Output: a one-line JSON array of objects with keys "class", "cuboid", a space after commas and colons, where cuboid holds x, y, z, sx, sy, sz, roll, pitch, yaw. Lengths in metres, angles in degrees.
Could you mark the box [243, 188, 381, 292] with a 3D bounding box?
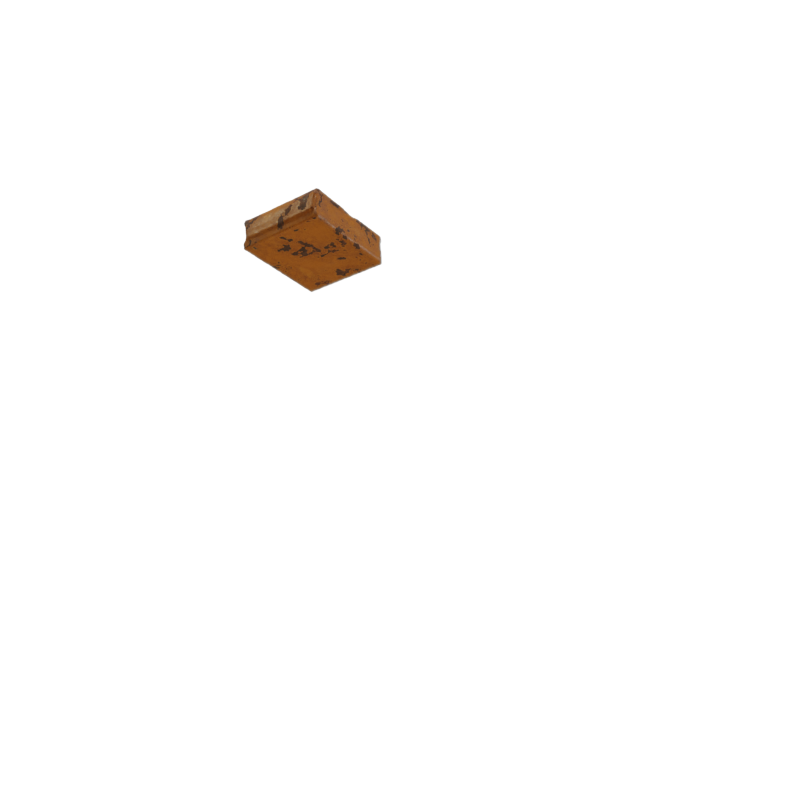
[{"class": "box", "cuboid": [-0.069, -0.126, 0.882, 0.074, 0.032, 0.083, -20, -34, 31]}]
